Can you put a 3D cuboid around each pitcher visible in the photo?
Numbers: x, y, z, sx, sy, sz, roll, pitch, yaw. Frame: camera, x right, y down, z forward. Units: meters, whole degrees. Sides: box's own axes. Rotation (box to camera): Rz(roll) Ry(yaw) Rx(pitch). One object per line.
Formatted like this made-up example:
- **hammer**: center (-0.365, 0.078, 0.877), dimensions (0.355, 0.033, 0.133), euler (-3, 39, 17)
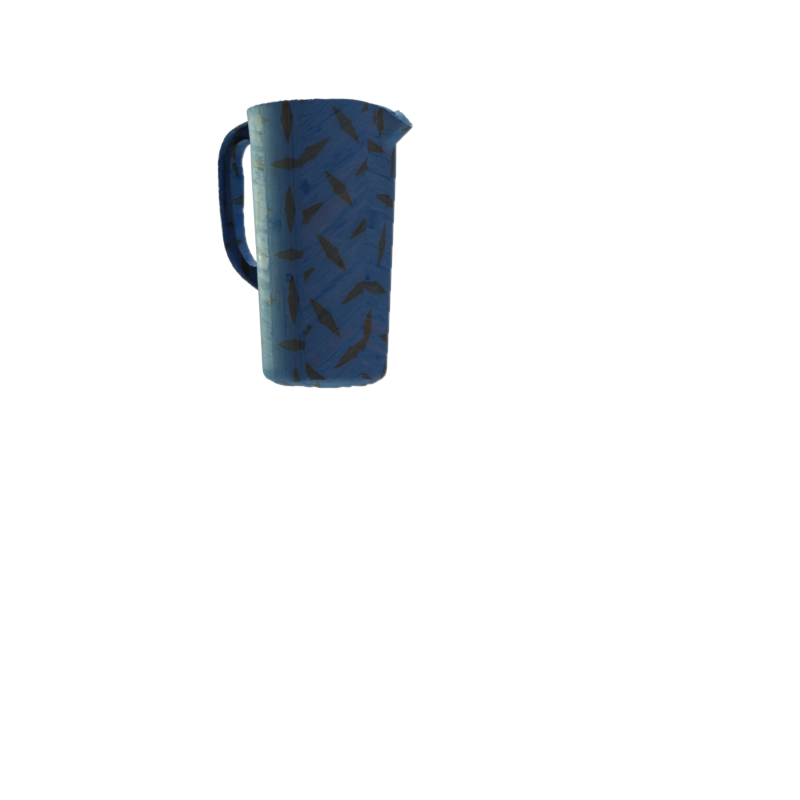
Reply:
- **pitcher**: center (-0.075, -0.138, 0.964), dimensions (0.142, 0.243, 0.153), euler (0, 1, -19)
